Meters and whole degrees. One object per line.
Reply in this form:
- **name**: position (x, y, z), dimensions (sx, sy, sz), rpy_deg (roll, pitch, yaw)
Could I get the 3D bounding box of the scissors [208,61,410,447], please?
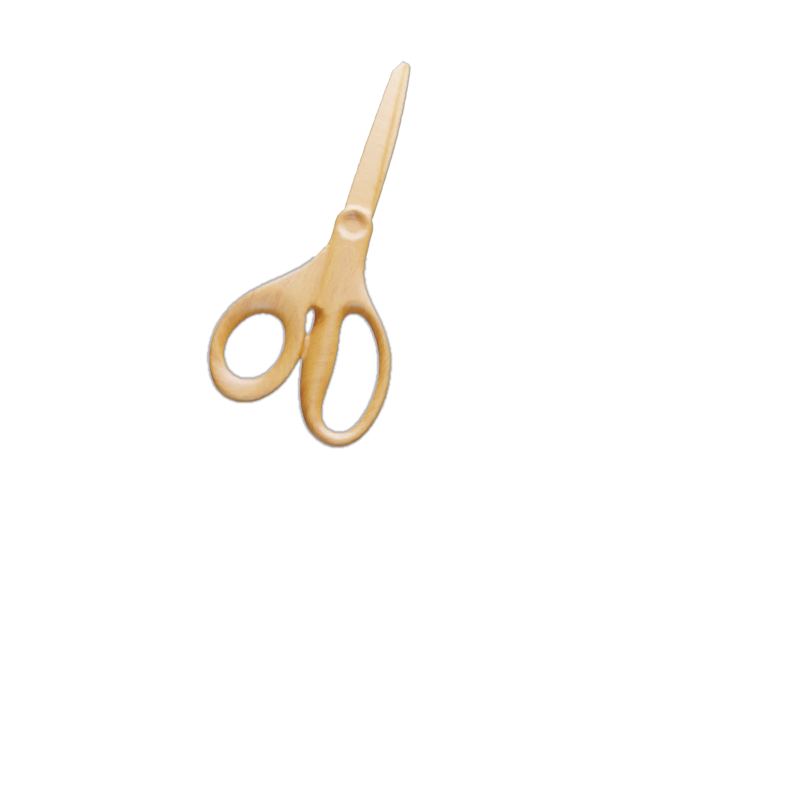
- **scissors**: position (-0.043, -0.078, 0.549), dimensions (0.096, 0.210, 0.015), rpy_deg (1, -18, 0)
